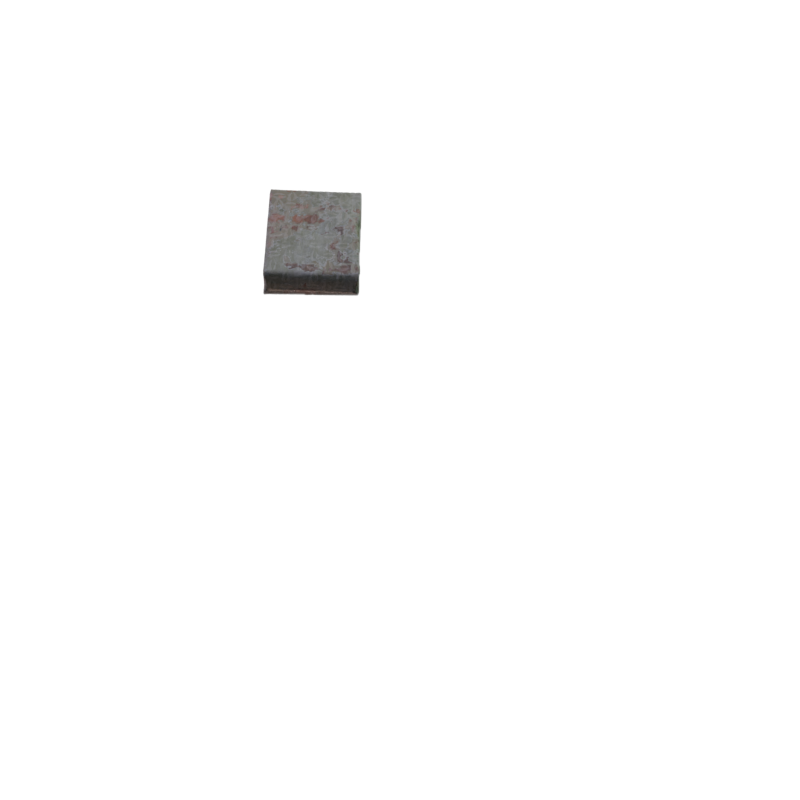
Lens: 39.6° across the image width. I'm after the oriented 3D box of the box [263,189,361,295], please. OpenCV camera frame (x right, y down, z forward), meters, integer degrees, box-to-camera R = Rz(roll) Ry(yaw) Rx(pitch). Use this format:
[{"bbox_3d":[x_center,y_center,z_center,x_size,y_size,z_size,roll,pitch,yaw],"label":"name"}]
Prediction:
[{"bbox_3d":[-0.067,-0.122,0.855,0.073,0.096,0.028,1,-39,0],"label":"box"}]
